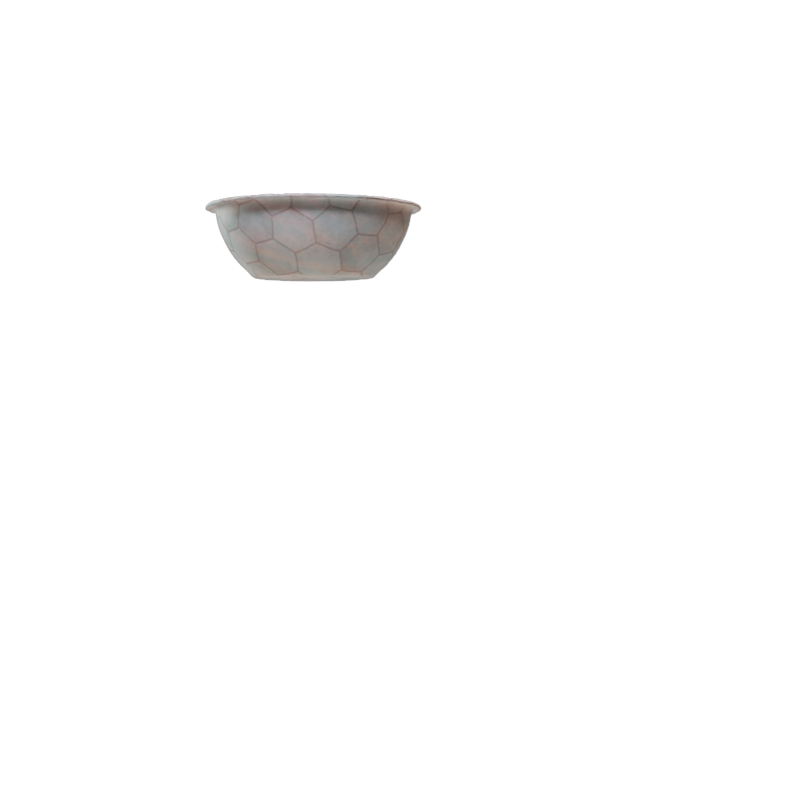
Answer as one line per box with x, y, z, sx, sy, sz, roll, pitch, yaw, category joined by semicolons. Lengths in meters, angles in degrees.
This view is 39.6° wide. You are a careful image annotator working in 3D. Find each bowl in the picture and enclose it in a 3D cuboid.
-0.065;-0.119;0.830;0.162;0.055;0.162;0;2;-2;bowl
